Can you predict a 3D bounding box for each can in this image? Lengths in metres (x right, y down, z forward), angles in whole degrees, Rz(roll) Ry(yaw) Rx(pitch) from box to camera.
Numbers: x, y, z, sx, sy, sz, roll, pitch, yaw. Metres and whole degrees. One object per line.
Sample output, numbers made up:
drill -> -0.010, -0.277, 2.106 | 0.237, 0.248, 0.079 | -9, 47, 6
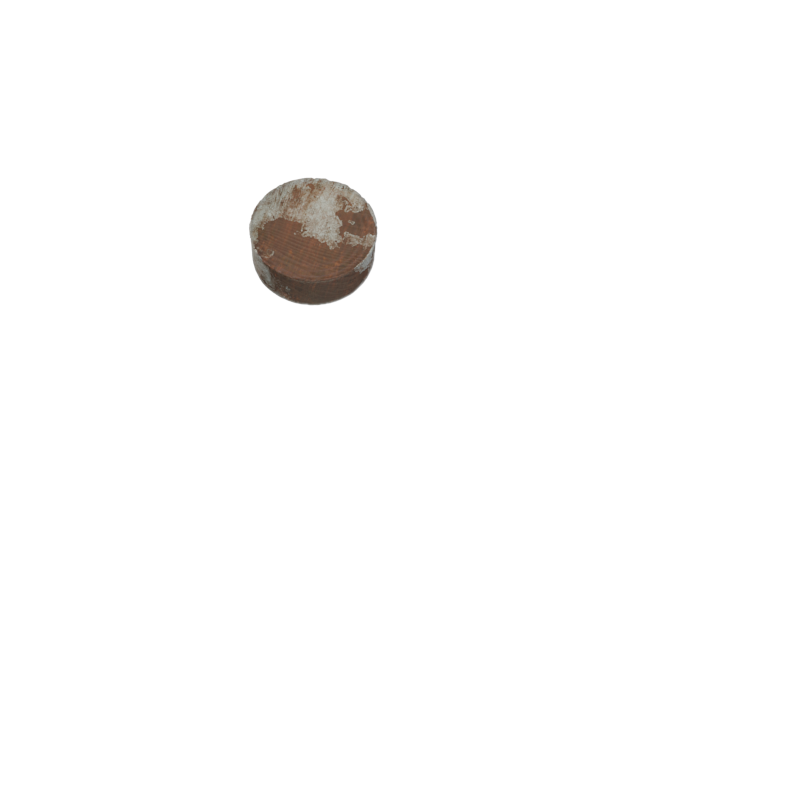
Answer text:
can -> -0.059, -0.107, 0.753 | 0.086, 0.092, 0.031 | -1, -33, -1
